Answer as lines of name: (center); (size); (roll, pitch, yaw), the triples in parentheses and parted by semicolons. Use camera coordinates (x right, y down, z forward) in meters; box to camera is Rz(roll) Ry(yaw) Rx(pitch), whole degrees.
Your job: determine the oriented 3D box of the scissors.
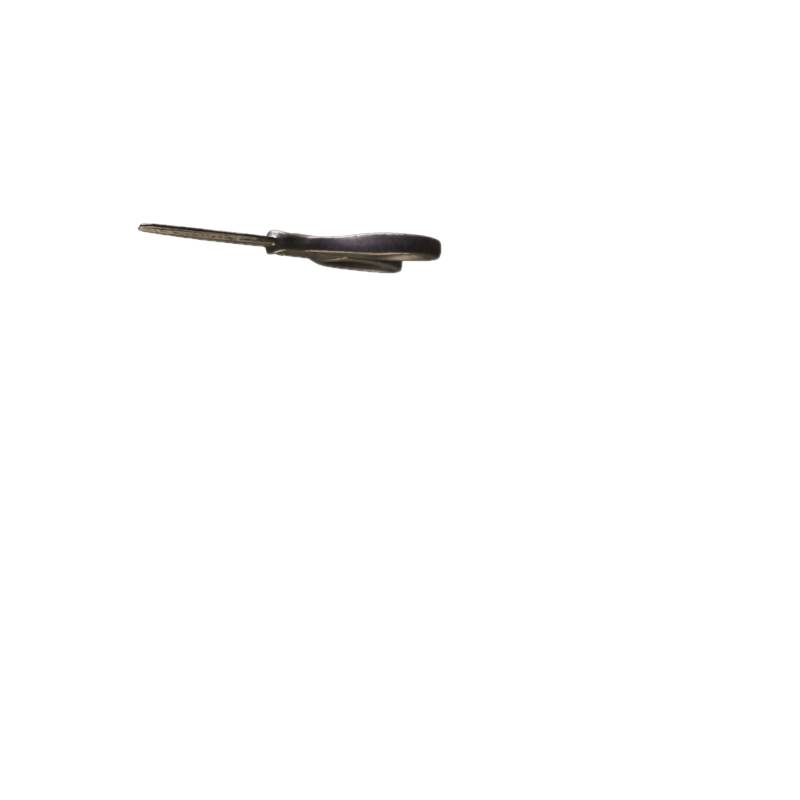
scissors: (-0.053, -0.097, 0.683); (0.099, 0.016, 0.192); (-2, -3, 39)
